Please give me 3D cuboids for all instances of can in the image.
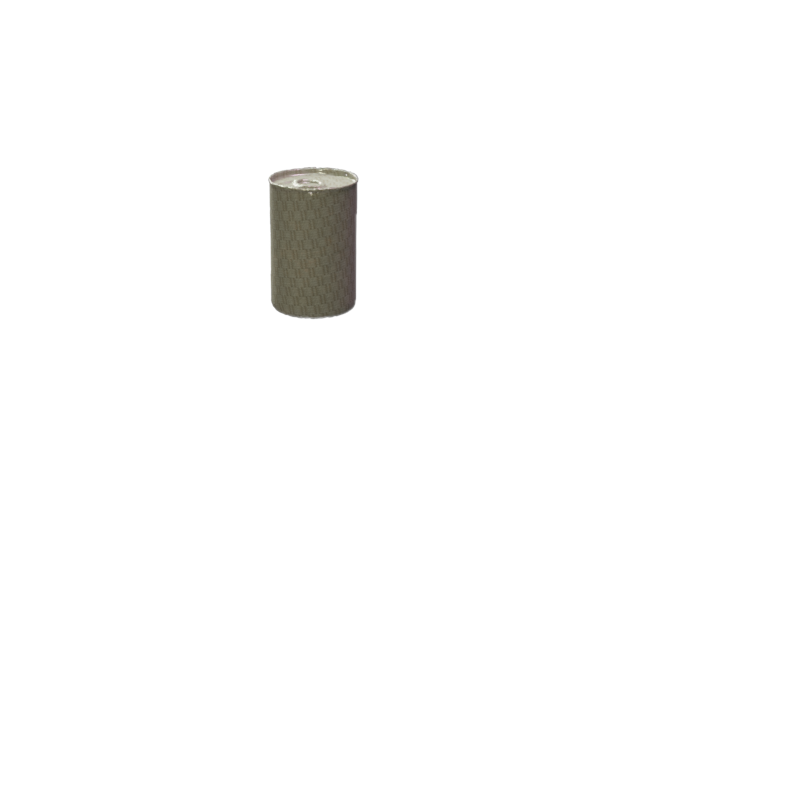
[{"bbox_3d":[-0.066,-0.121,0.849,0.068,0.098,0.072,0,20,-2],"label":"can"}]
